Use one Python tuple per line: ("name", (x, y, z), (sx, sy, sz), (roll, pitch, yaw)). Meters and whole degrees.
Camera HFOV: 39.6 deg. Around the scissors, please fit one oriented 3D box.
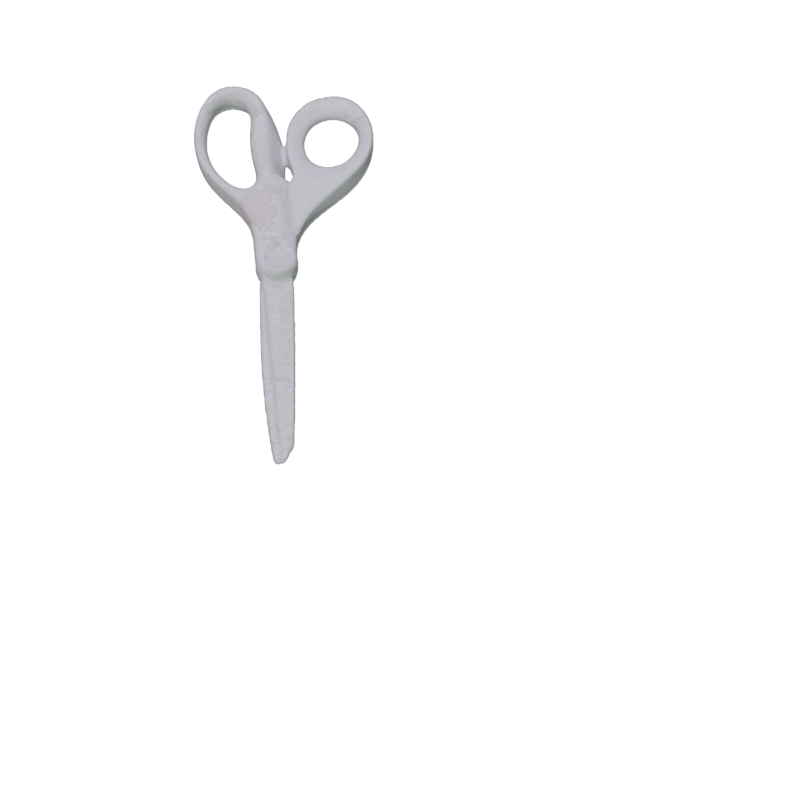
("scissors", (-0.040, -0.072, 0.508), (0.095, 0.217, 0.015), (-16, -32, -10))
